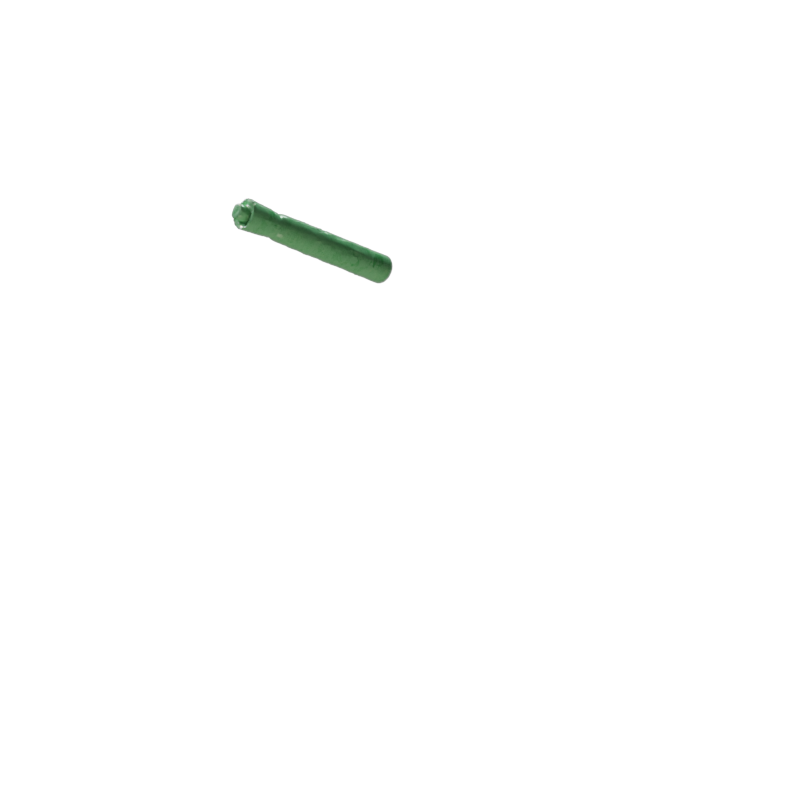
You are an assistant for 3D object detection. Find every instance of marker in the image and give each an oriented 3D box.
[{"bbox_3d":[-0.053,-0.096,0.672,0.114,0.020,0.021,17,-8,-41],"label":"marker"}]
